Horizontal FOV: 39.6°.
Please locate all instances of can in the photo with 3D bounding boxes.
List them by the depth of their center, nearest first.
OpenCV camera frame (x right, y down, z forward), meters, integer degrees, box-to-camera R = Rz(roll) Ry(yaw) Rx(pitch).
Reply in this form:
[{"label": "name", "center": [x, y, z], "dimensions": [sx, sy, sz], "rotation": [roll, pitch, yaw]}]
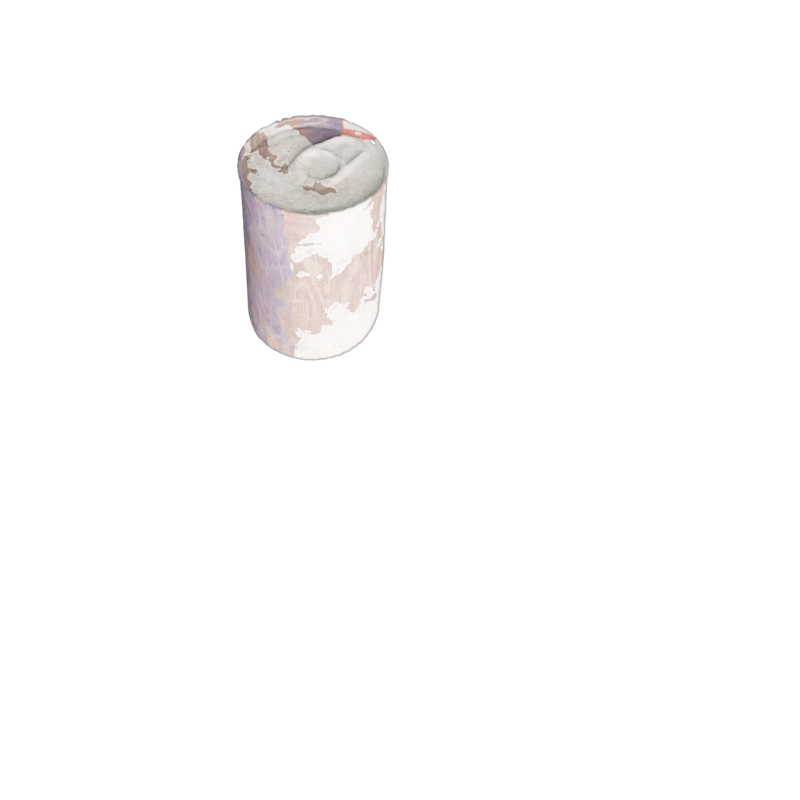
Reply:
[{"label": "can", "center": [-0.042, -0.076, 0.530], "dimensions": [0.068, 0.074, 0.095], "rotation": [0, -40, -3]}]
